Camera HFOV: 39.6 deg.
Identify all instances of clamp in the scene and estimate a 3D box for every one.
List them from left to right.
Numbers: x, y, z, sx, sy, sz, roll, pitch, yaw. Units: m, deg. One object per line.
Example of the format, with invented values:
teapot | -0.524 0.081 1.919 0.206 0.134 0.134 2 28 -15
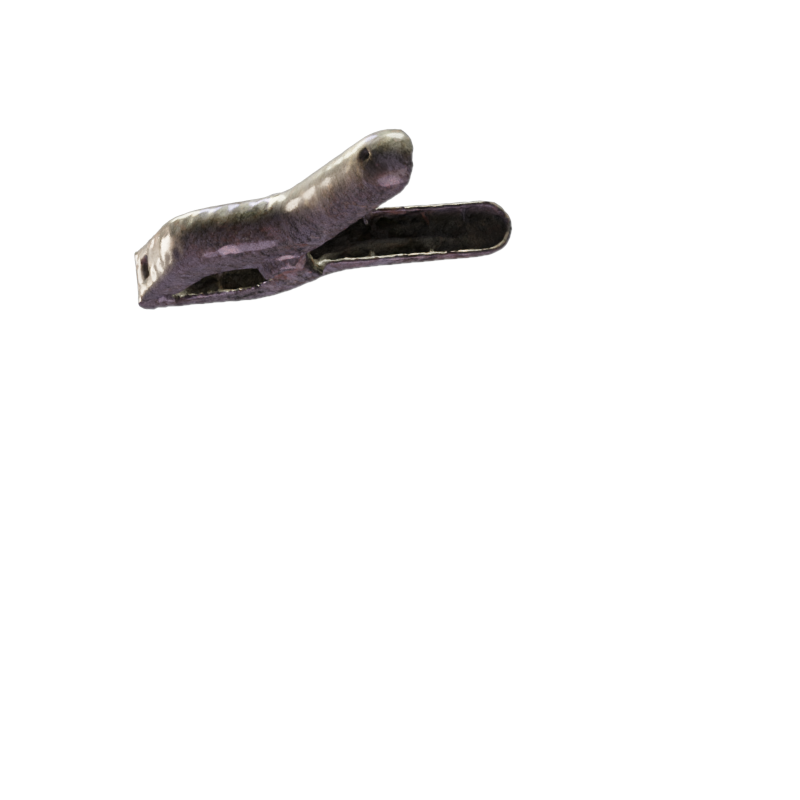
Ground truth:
clamp | -0.038 -0.070 0.491 0.175 0.041 0.113 -11 -19 34
